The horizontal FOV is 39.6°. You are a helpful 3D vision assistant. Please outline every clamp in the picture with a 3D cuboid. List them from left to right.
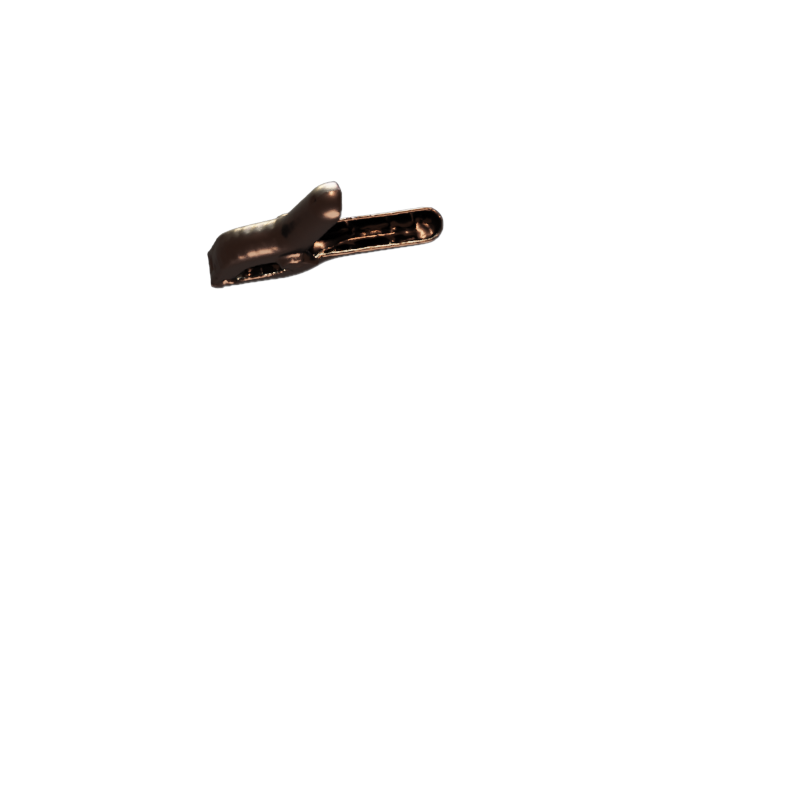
[{"bbox_3d":[-0.059,-0.108,0.753,0.114,0.040,0.175,9,-14,-42],"label":"clamp"}]
